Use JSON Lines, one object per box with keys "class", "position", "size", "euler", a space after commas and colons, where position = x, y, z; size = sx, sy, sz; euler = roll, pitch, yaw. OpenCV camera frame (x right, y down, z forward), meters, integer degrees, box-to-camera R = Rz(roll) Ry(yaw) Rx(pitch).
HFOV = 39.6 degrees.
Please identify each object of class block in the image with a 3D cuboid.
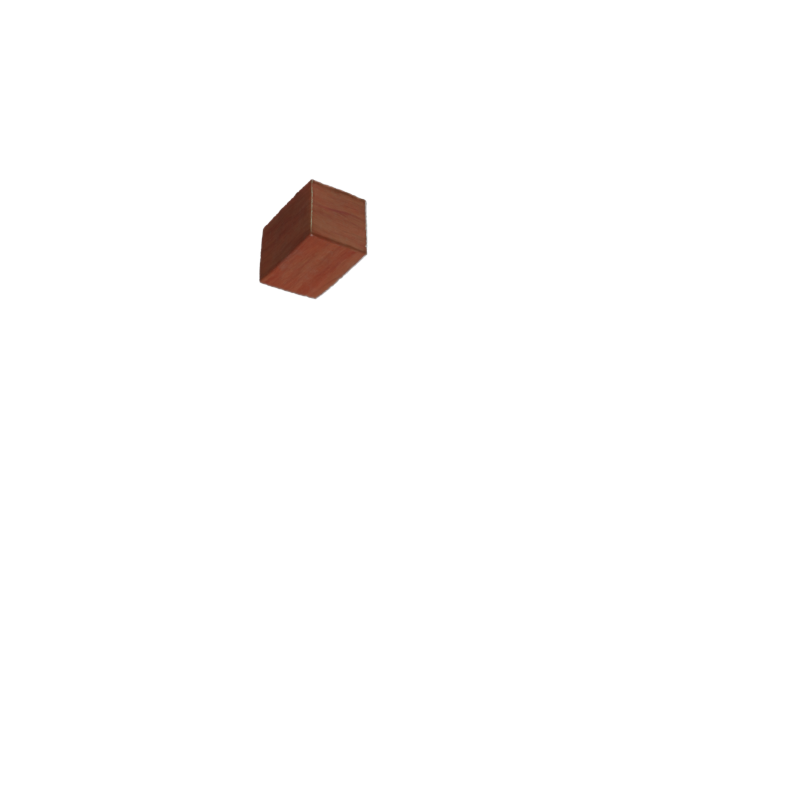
{"class": "block", "position": [-0.067, -0.122, 0.852], "size": [0.050, 0.055, 0.077], "euler": [19, -36, -30]}
